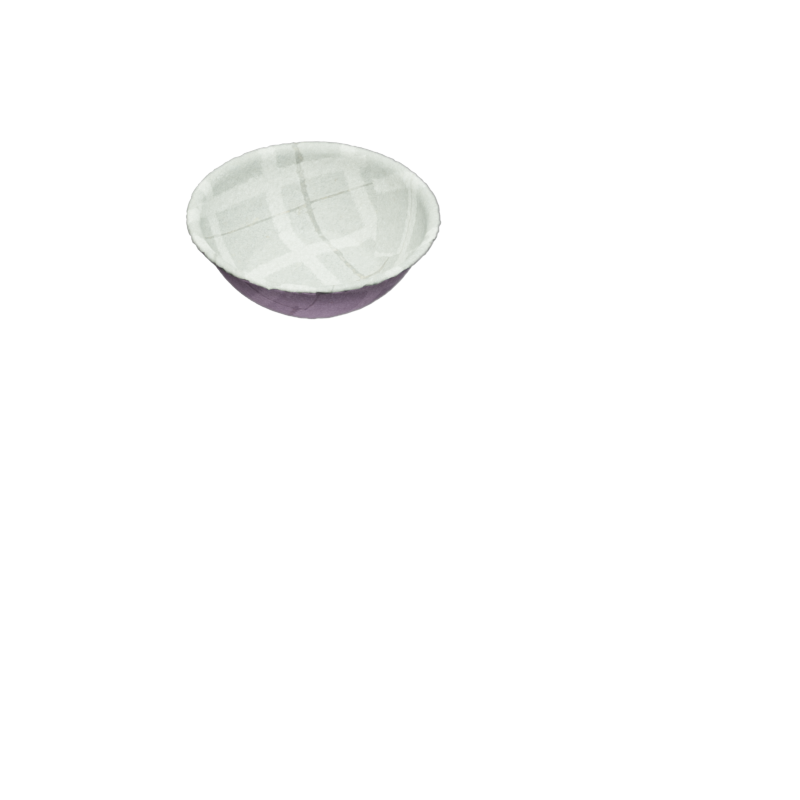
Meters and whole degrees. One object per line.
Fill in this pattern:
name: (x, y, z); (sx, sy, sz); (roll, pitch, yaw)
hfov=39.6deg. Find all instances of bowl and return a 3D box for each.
bowl: (-0.056, -0.103, 0.721); (0.162, 0.051, 0.174); (-1, 43, -1)
